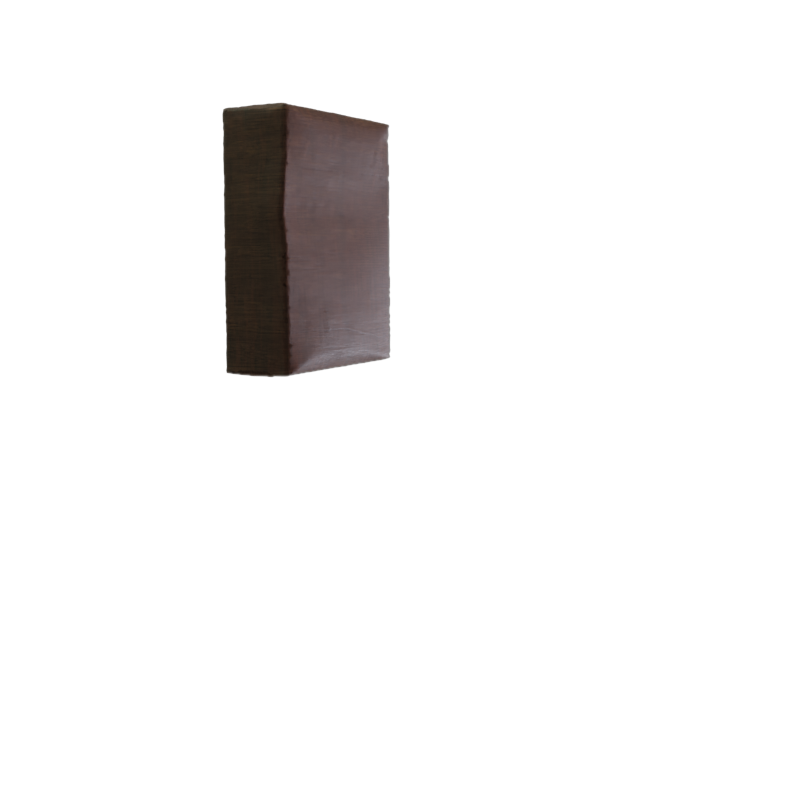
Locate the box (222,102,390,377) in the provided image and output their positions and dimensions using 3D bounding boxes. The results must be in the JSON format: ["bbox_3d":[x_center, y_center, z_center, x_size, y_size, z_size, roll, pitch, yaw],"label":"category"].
[{"bbox_3d":[-0.073,-0.133,0.932,0.074,0.214,0.159,0,2,31],"label":"box"}]
